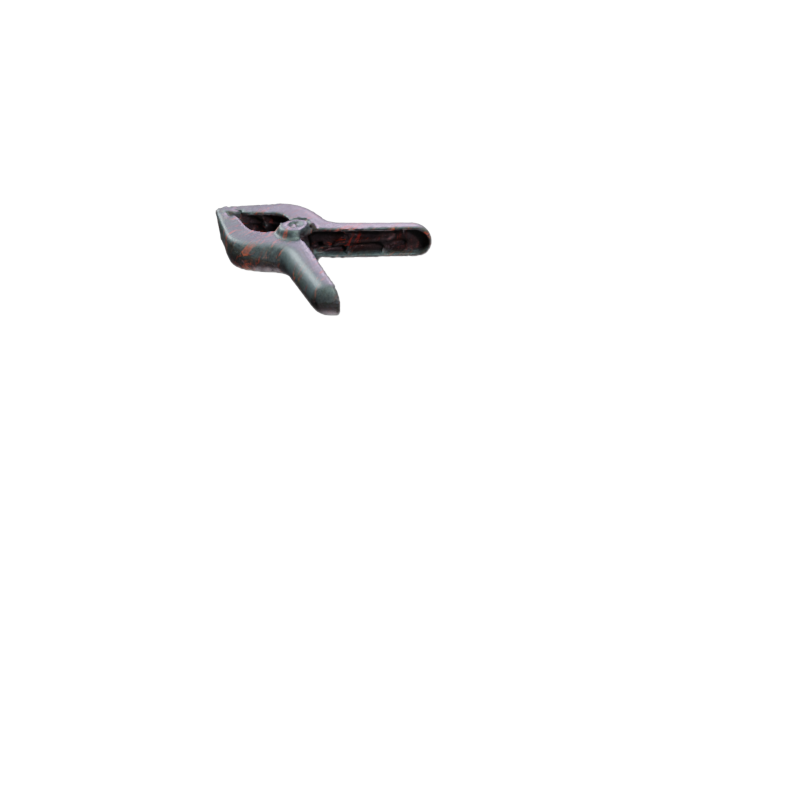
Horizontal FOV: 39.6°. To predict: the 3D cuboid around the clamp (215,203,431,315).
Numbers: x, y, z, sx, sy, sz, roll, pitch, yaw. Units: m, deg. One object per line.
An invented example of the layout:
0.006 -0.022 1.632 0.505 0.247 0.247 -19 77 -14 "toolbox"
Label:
-0.065 -0.119 0.833 0.119 0.037 0.183 -25 39 -35 "clamp"
